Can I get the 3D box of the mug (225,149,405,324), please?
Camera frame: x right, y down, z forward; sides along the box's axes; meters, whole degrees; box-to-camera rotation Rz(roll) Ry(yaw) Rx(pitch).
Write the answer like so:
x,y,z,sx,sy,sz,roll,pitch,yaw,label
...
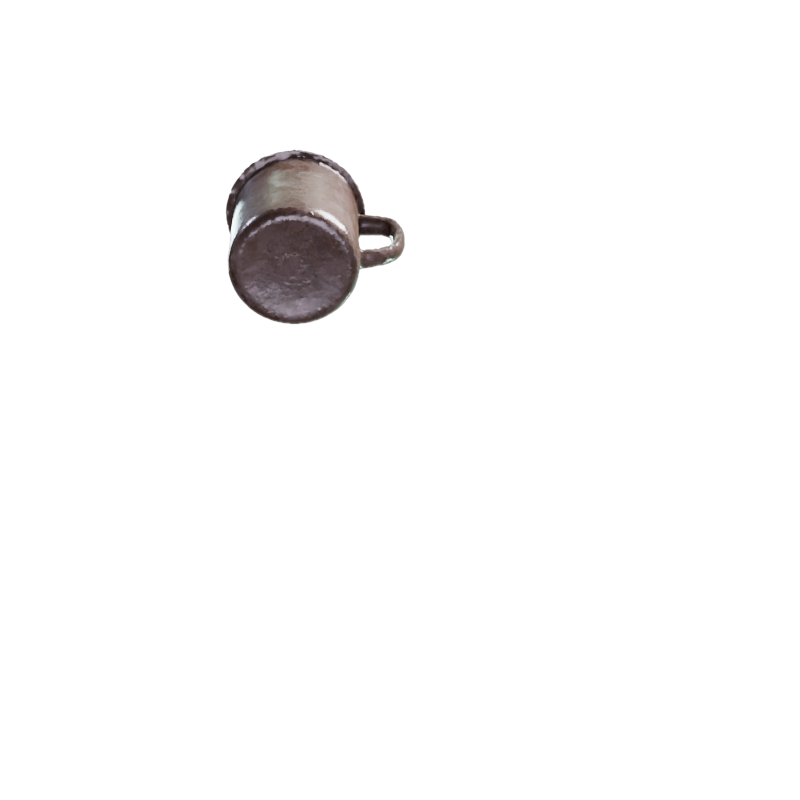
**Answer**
x,y,z,sx,sy,sz,roll,pitch,yaw,label
-0.055,-0.101,0.709,0.117,0.088,0.087,3,30,-3,mug
